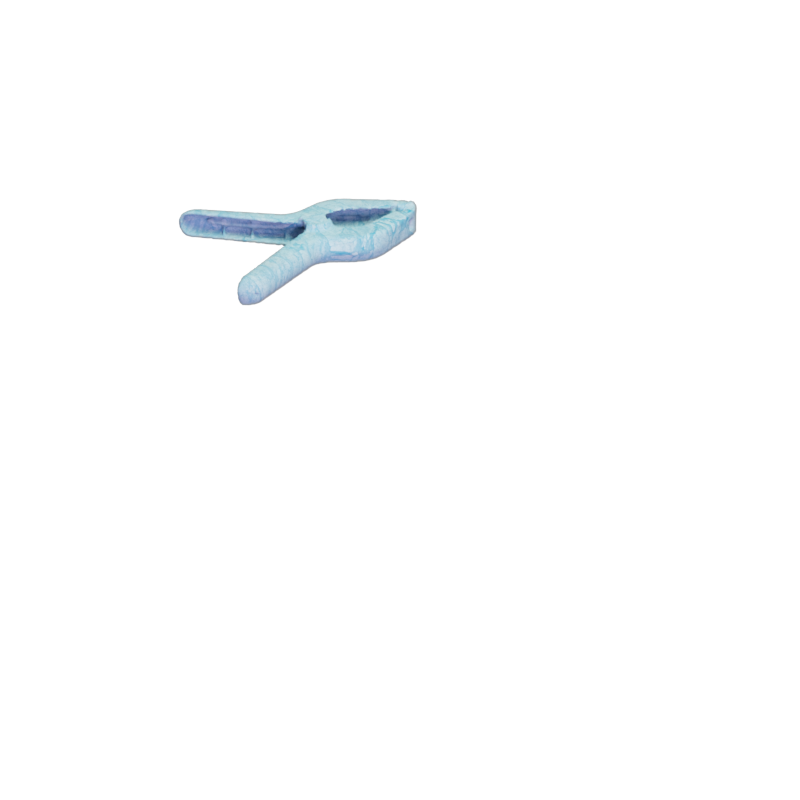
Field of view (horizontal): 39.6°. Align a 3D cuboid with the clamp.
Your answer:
[{"bbox_3d":[-0.076,-0.139,0.973,0.207,0.034,0.177,-10,34,-16],"label":"clamp"}]
